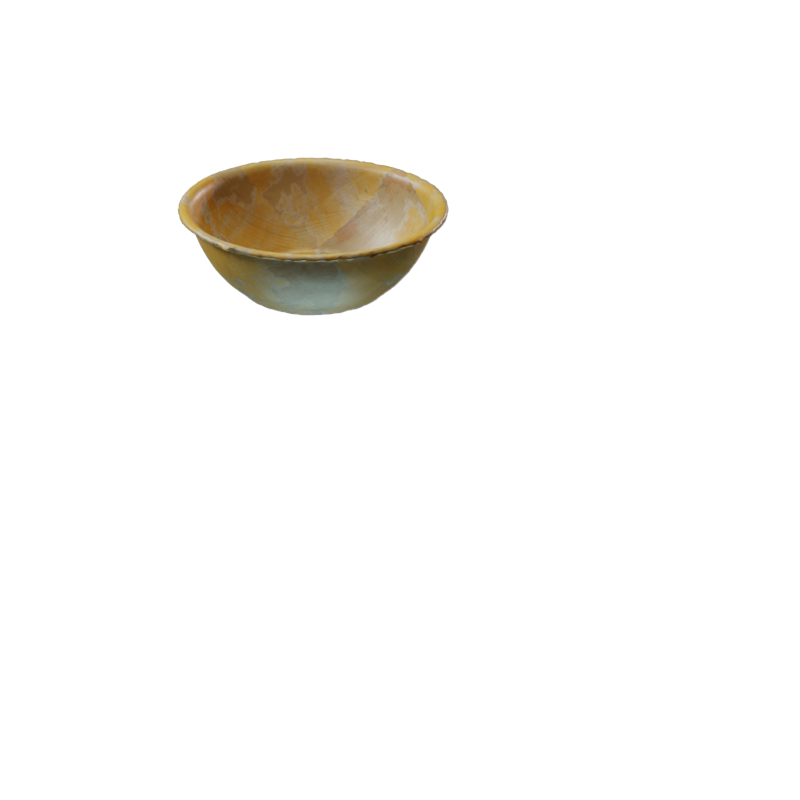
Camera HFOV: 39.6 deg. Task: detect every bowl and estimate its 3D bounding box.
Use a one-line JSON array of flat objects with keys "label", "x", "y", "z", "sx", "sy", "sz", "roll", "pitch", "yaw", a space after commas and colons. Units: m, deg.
[{"label": "bowl", "x": -0.053, "y": -0.096, "z": 0.675, "sx": 0.162, "sy": 0.052, "sz": 0.172, "roll": -1, "pitch": 30, "yaw": -2}]
